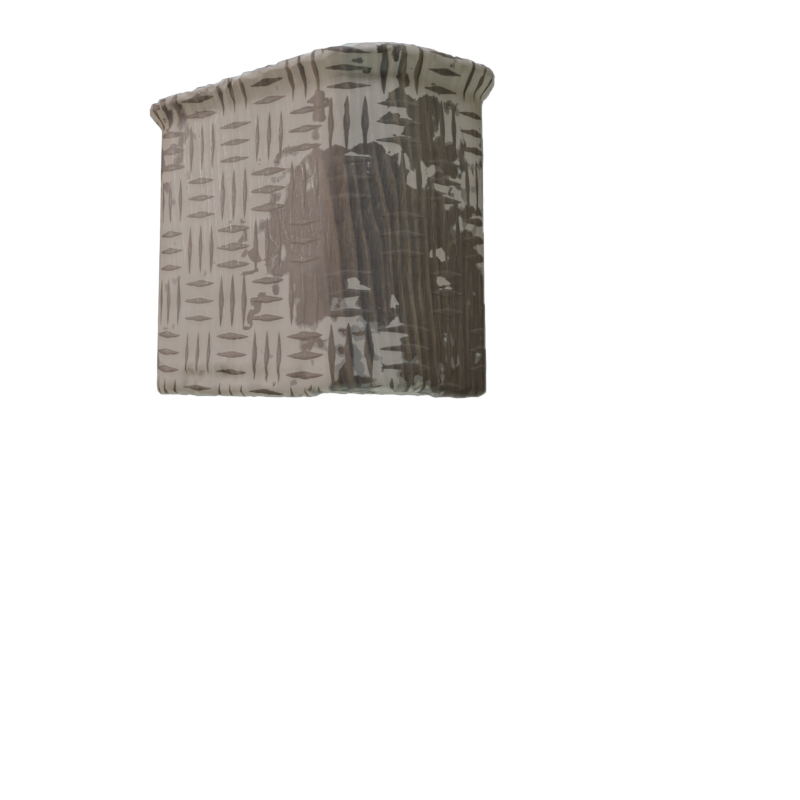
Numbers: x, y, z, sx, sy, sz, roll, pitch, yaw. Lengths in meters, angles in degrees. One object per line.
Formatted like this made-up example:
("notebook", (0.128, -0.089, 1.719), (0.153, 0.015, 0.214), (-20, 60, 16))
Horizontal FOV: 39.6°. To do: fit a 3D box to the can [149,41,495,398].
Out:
("can", (-0.024, -0.043, 0.304), (0.105, 0.085, 0.055), (-2, -4, 45))
